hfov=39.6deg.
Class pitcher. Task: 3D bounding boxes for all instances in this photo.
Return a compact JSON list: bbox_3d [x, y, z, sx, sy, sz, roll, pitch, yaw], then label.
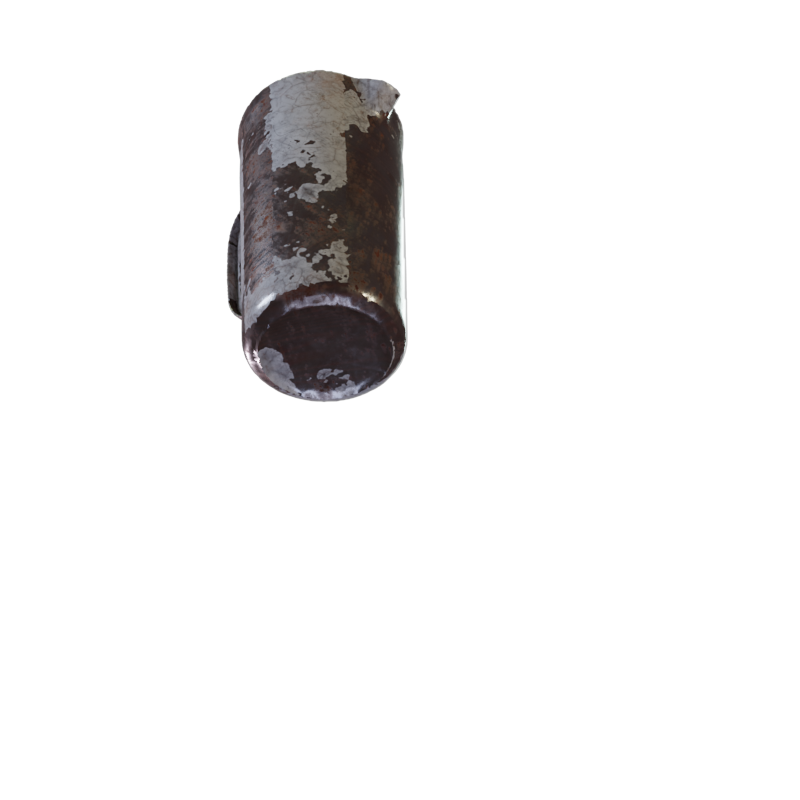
[{"bbox_3d":[-0.063,-0.115,0.807,0.145,0.139,0.261,-3,45,-1],"label":"pitcher"}]
